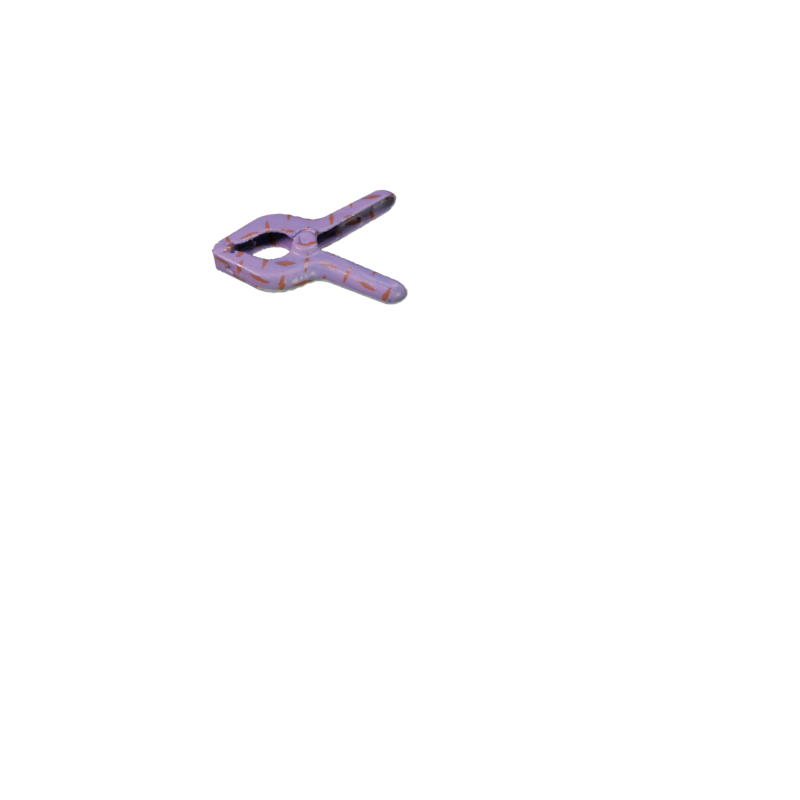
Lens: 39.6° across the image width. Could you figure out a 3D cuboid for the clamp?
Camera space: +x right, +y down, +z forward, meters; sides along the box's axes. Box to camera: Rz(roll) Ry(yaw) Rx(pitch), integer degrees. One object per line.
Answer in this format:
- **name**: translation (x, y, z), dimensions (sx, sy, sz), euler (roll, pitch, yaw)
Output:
- **clamp**: translation (-0.077, -0.140, 0.977), dimensions (0.172, 0.128, 0.036), euler (4, -41, 3)
